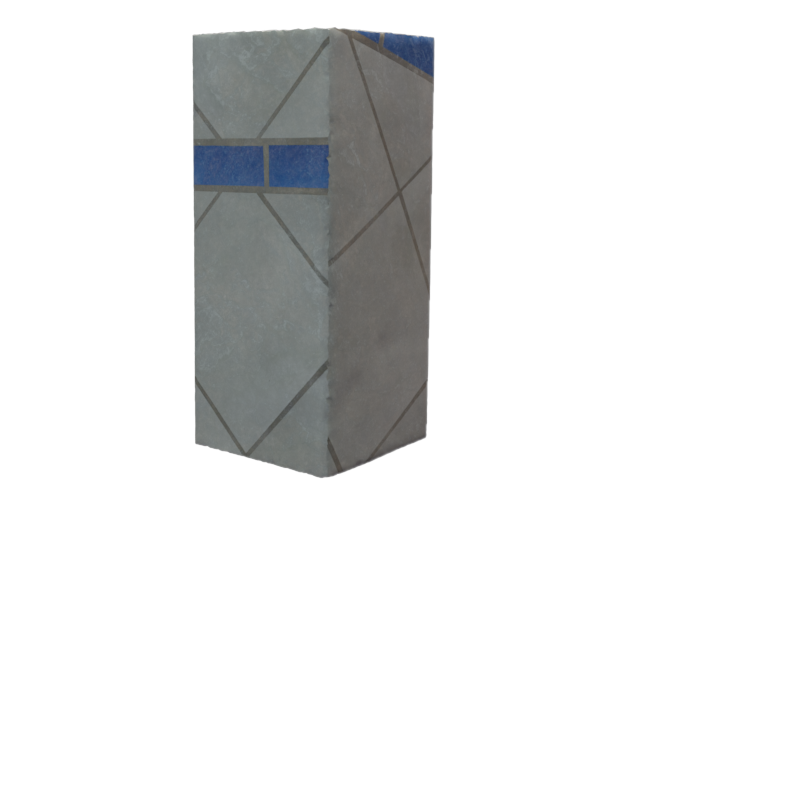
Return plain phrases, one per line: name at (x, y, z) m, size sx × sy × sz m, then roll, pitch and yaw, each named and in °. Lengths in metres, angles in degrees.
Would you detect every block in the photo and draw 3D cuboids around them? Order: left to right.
block at (-0.043, -0.080, 0.560) m, size 0.095 × 0.203 × 0.088 m, roll 7°, pitch 10°, yaw 37°
